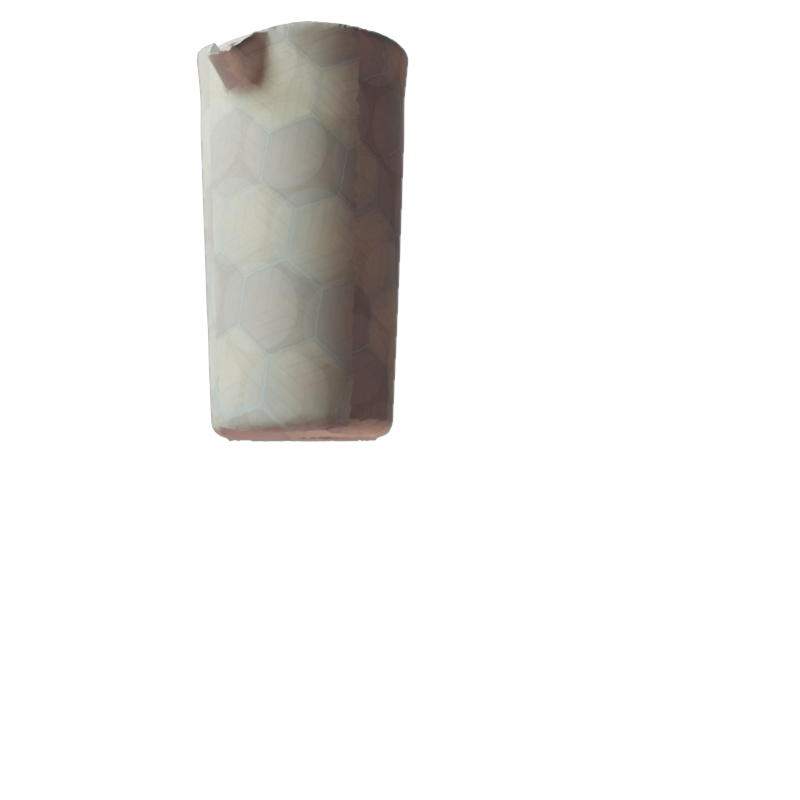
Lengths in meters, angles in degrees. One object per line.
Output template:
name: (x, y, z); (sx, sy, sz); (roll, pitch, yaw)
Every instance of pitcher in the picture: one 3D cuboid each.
pitcher: (-0.054, -0.098, 0.686); (0.147, 0.249, 0.144); (1, -9, -13)
